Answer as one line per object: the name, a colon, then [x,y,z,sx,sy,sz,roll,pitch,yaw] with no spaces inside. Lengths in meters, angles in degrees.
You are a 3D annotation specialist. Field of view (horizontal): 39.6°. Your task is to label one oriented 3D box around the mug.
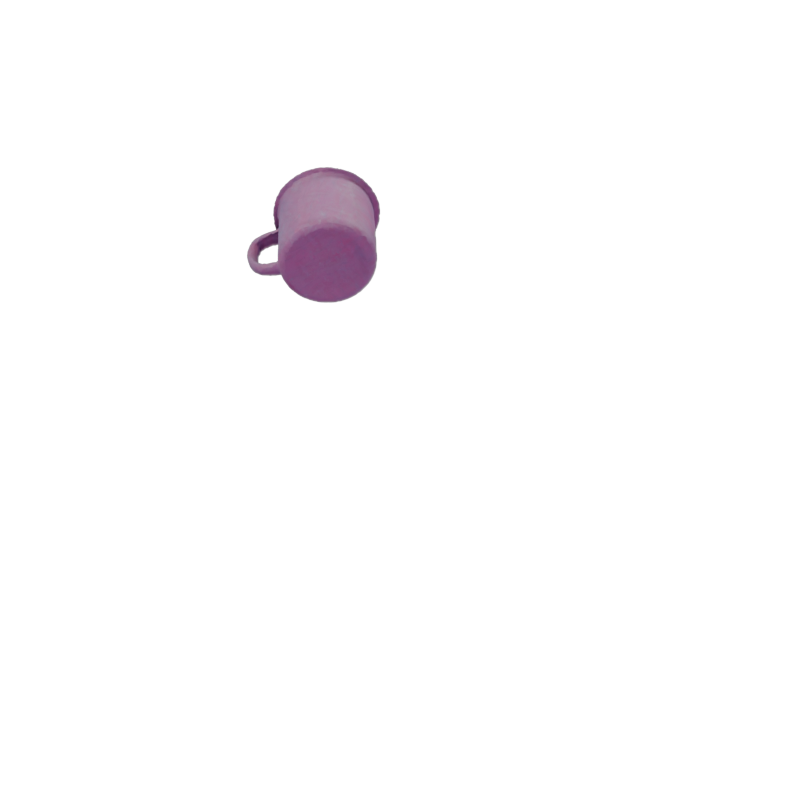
mug: [-0.073,-0.133,0.933,0.118,0.087,0.087,-13,36,7]
